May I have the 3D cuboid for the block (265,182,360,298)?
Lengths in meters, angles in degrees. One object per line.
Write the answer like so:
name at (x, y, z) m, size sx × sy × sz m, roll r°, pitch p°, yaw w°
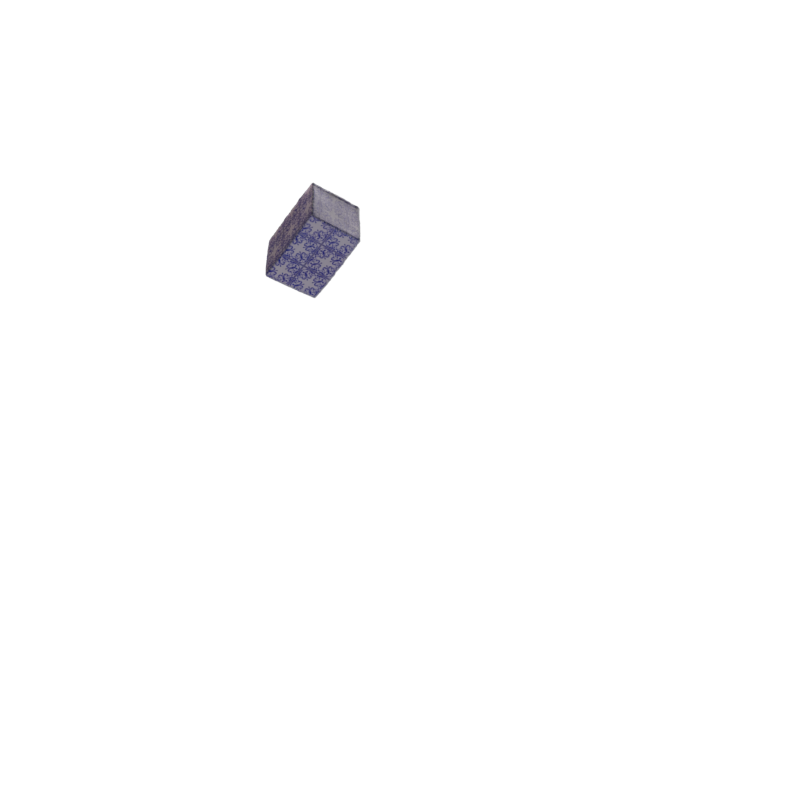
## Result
block at (-0.077, -0.140, 0.979) m, size 0.050 × 0.055 × 0.076 m, roll 27°, pitch -56°, yaw -23°
